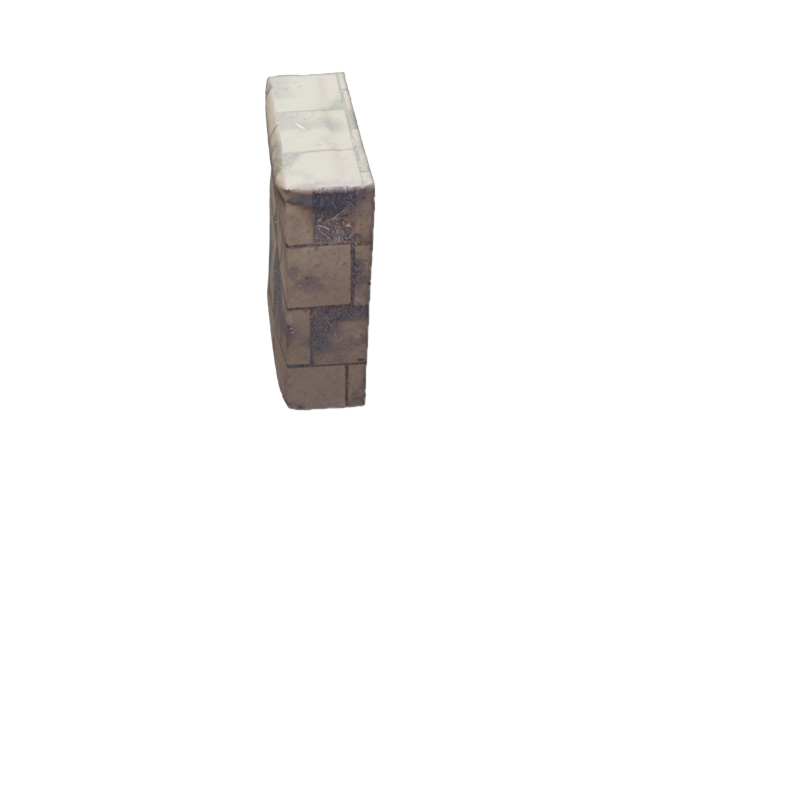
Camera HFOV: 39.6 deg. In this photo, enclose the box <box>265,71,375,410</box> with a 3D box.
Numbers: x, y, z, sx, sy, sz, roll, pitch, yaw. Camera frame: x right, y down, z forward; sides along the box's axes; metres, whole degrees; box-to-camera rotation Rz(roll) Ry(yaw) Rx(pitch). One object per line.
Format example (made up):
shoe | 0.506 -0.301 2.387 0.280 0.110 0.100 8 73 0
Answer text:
box | -0.068 -0.124 0.870 0.071 0.199 0.177 -4 41 -9
